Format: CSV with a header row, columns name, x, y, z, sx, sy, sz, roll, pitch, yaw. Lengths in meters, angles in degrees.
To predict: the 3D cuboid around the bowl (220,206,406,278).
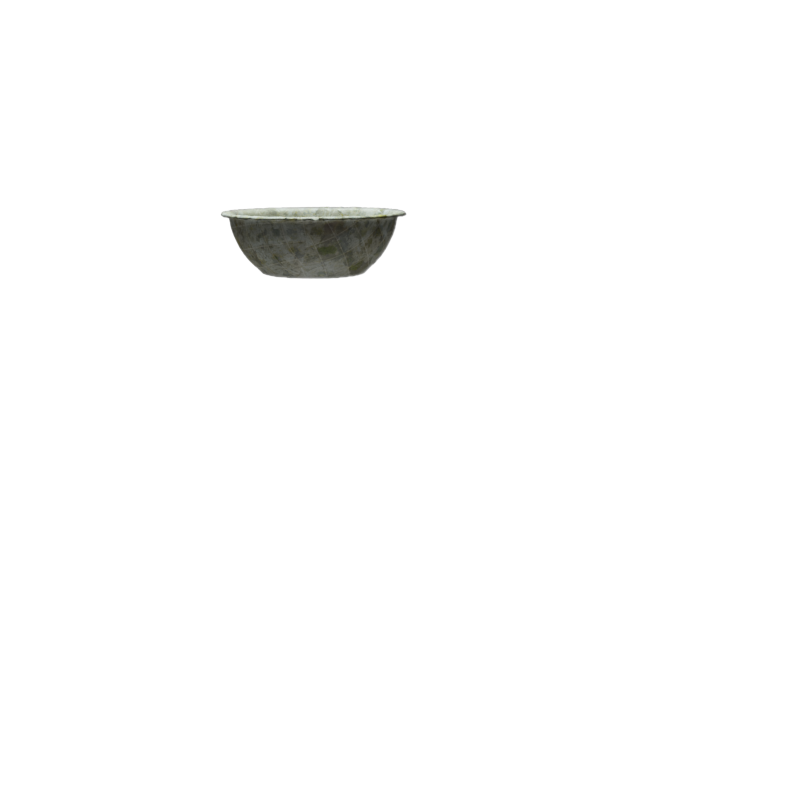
name,x,y,z,sx,sy,sz,roll,pitch,yaw
bowl,-0.076,-0.139,0.971,0.162,0.054,0.166,0,12,-2
